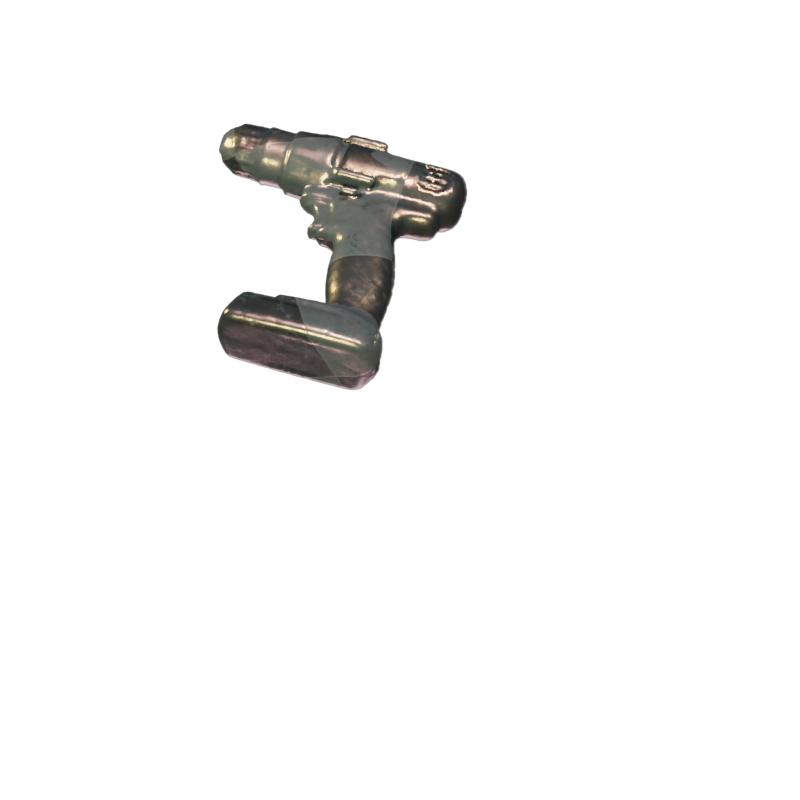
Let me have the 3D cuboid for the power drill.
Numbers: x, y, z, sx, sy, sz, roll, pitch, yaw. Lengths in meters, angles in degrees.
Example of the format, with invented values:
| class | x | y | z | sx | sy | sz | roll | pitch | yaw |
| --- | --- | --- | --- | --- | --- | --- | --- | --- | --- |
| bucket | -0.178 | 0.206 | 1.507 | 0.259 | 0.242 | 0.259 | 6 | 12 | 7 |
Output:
| class | x | y | z | sx | sy | sz | roll | pitch | yaw |
| --- | --- | --- | --- | --- | --- | --- | --- | --- | --- |
| power drill | -0.060 | -0.109 | 0.763 | 0.188 | 0.197 | 0.054 | 13 | -34 | 9 |
